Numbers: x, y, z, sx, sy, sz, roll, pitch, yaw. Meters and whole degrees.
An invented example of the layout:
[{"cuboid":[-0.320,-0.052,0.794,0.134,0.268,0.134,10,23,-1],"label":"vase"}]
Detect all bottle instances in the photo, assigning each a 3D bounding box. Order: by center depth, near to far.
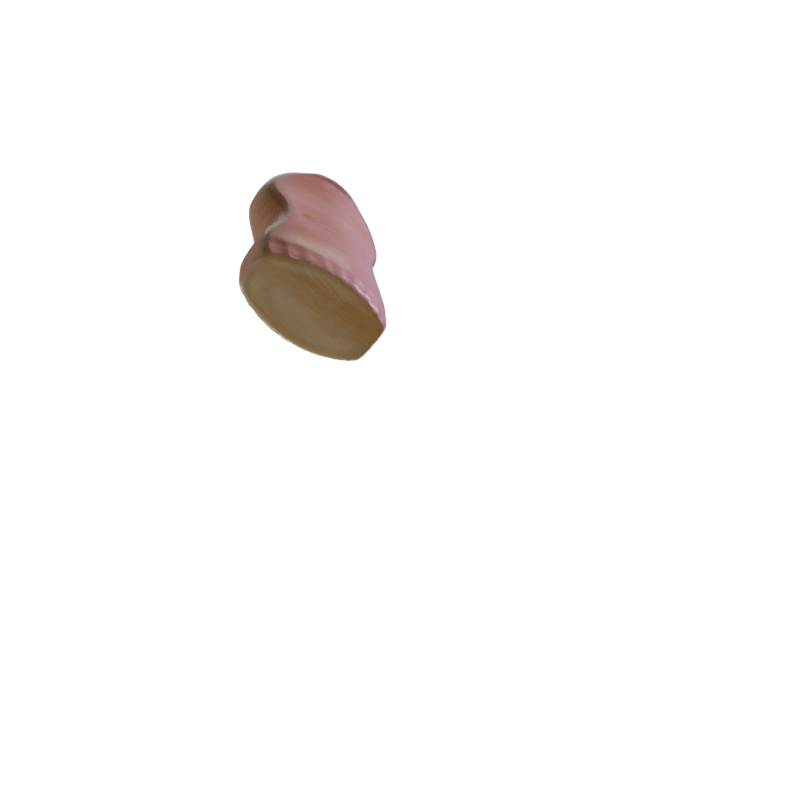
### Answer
[{"cuboid":[-0.060,-0.109,0.763,0.092,0.057,0.204,29,26,-20],"label":"bottle"}]
